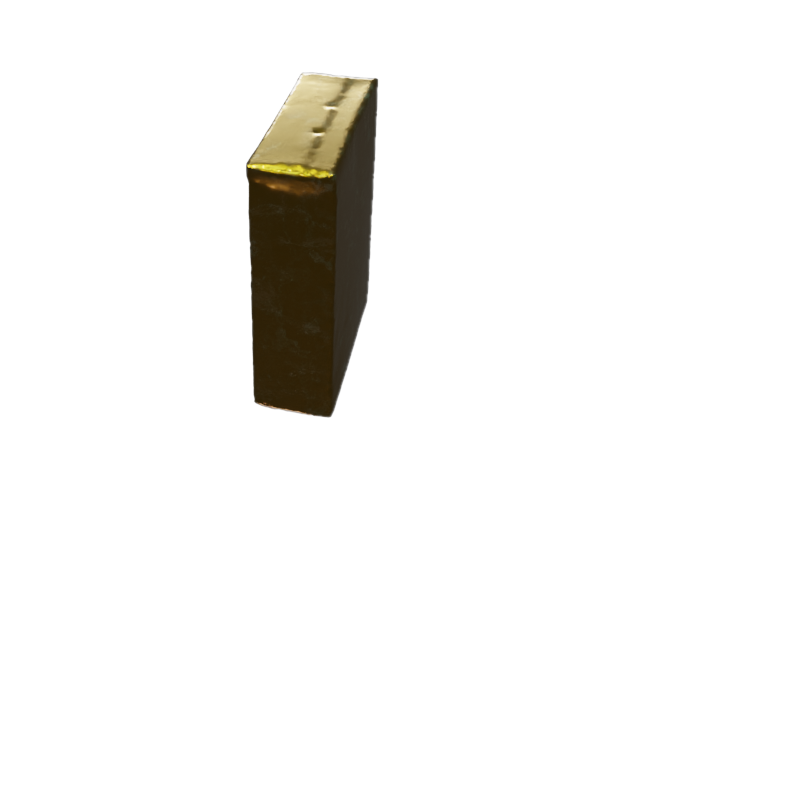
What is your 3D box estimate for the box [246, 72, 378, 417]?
[{"bbox_3d":[-0.067,-0.122,0.857,0.073,0.200,0.173,7,36,6],"label":"box"}]
